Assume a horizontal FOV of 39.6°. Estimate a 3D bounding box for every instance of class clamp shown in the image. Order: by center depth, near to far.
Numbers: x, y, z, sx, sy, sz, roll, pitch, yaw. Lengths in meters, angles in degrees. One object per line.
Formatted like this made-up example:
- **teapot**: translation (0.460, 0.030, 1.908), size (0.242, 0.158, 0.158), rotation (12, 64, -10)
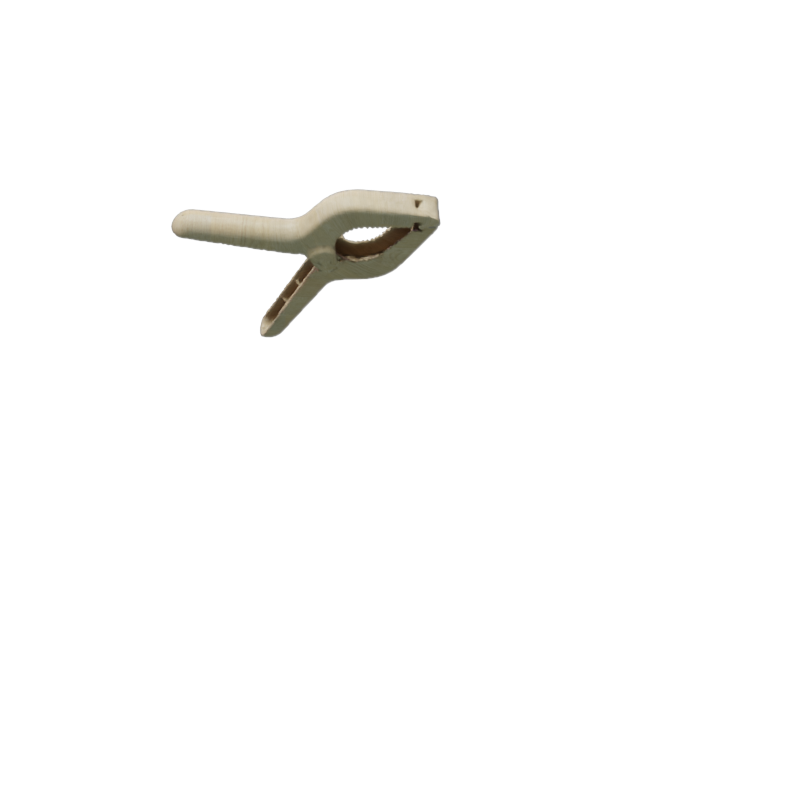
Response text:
- **clamp**: translation (-0.071, -0.130, 0.911), size (0.211, 0.039, 0.152), rotation (-20, -41, 24)
